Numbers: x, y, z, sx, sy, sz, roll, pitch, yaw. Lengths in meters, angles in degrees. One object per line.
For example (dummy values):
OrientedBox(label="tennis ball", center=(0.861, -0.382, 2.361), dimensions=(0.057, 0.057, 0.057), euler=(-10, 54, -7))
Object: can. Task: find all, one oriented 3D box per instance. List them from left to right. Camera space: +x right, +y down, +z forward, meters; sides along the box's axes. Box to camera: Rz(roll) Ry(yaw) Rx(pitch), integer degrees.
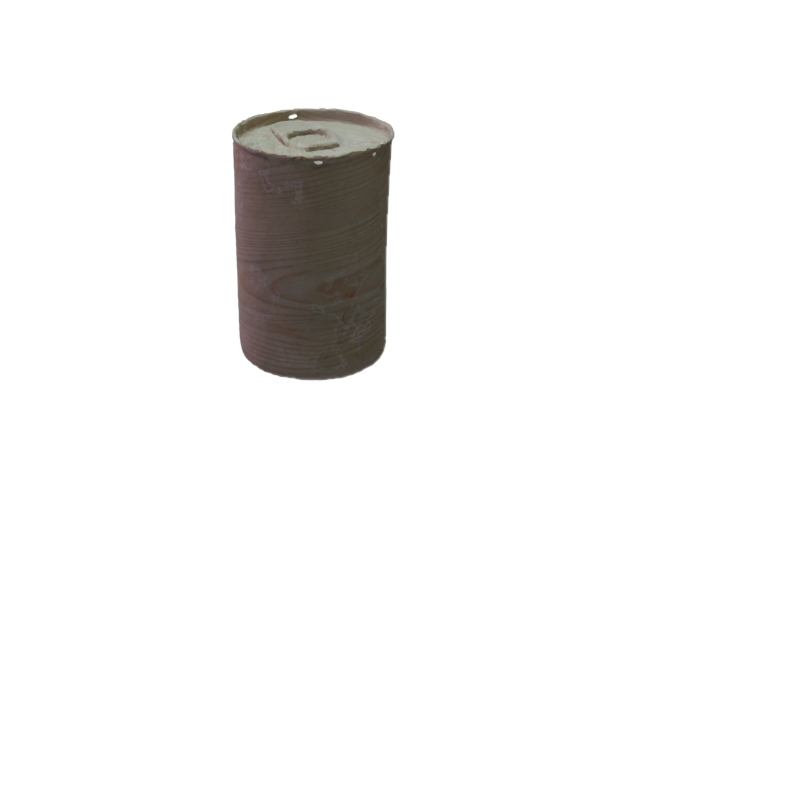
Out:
OrientedBox(label="can", center=(-0.038, -0.069, 0.482), dimensions=(0.068, 0.097, 0.072), euler=(0, 26, -2))
